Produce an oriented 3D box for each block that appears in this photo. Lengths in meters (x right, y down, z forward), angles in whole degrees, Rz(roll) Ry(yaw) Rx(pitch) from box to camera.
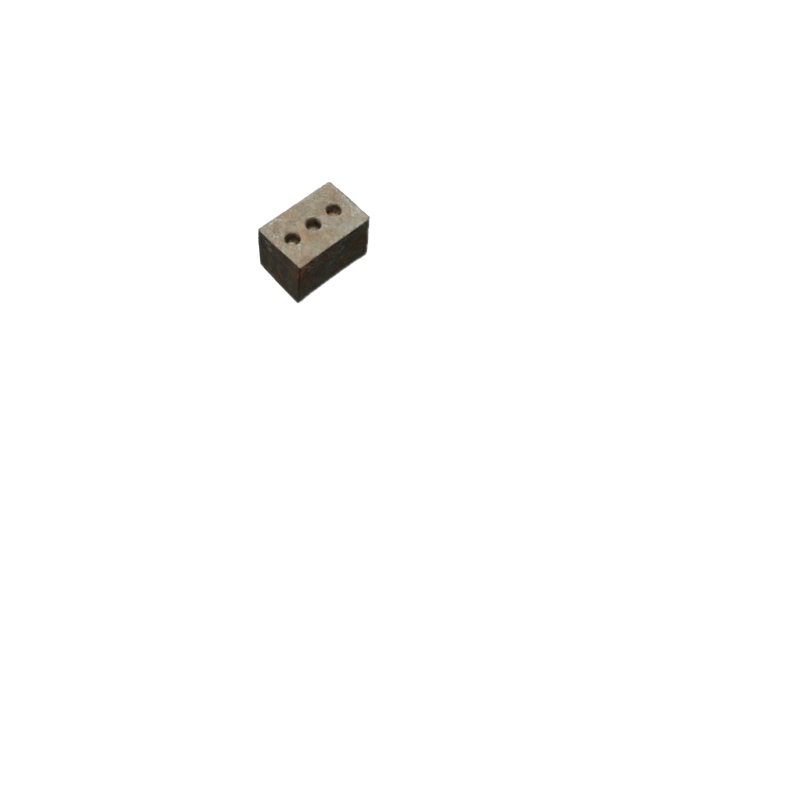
[{"bbox_3d":[-0.071,-0.130,0.907,0.079,0.056,0.048,-38,-23,-22],"label":"block"}]
